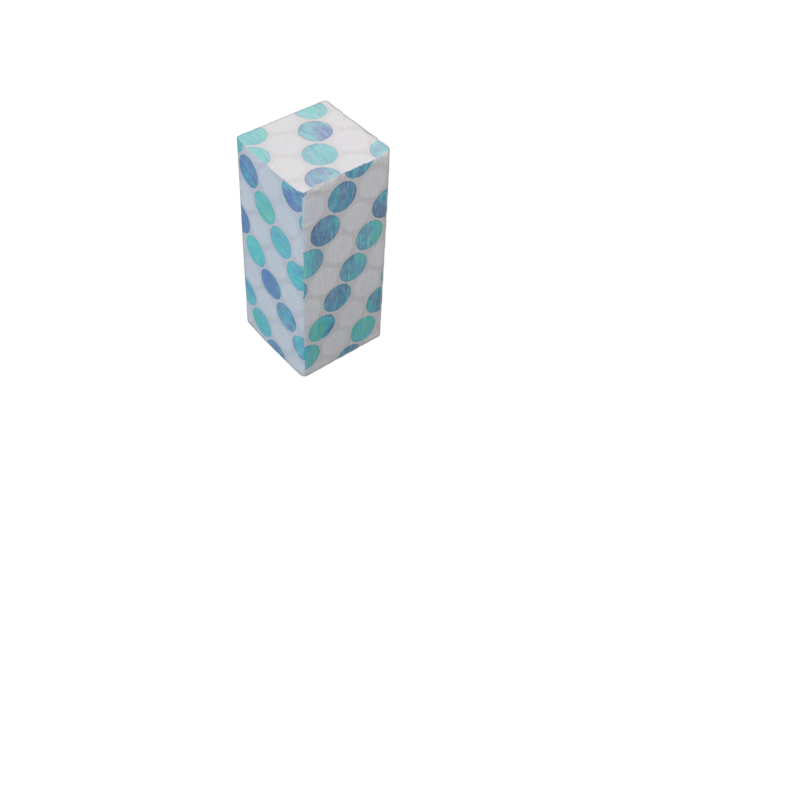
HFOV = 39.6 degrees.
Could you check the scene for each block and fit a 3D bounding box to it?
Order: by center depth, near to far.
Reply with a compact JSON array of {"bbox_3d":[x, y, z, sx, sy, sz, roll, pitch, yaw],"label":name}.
[{"bbox_3d":[-0.073,-0.132,0.930,0.090,0.192,0.097,-28,53,-27],"label":"block"}]
